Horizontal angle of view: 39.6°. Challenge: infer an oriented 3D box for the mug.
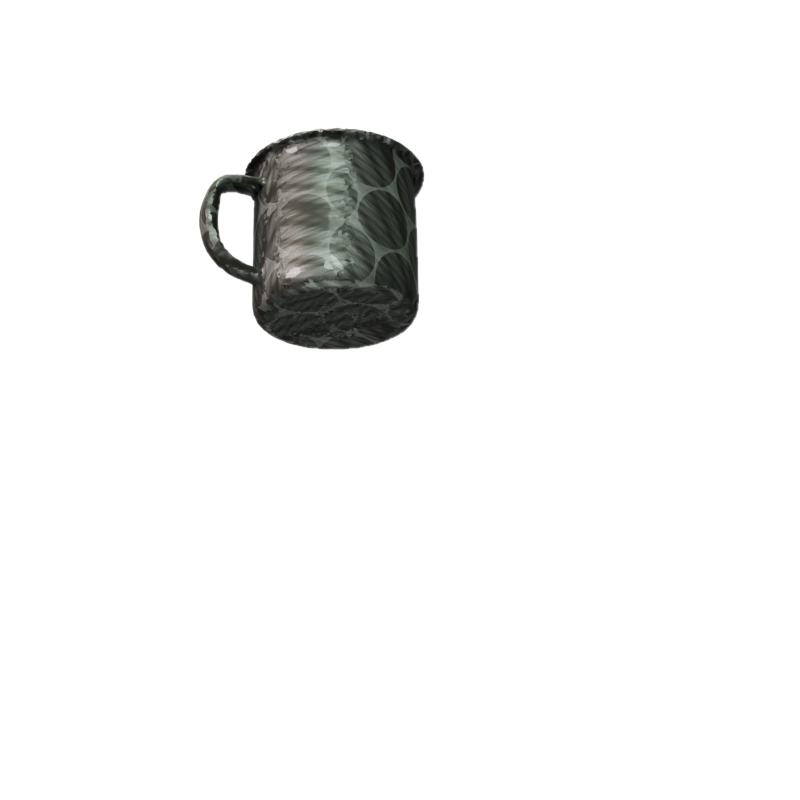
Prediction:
[{"bbox_3d":[-0.043,-0.079,0.551,0.113,0.086,0.092,11,-27,-25],"label":"mug"}]
